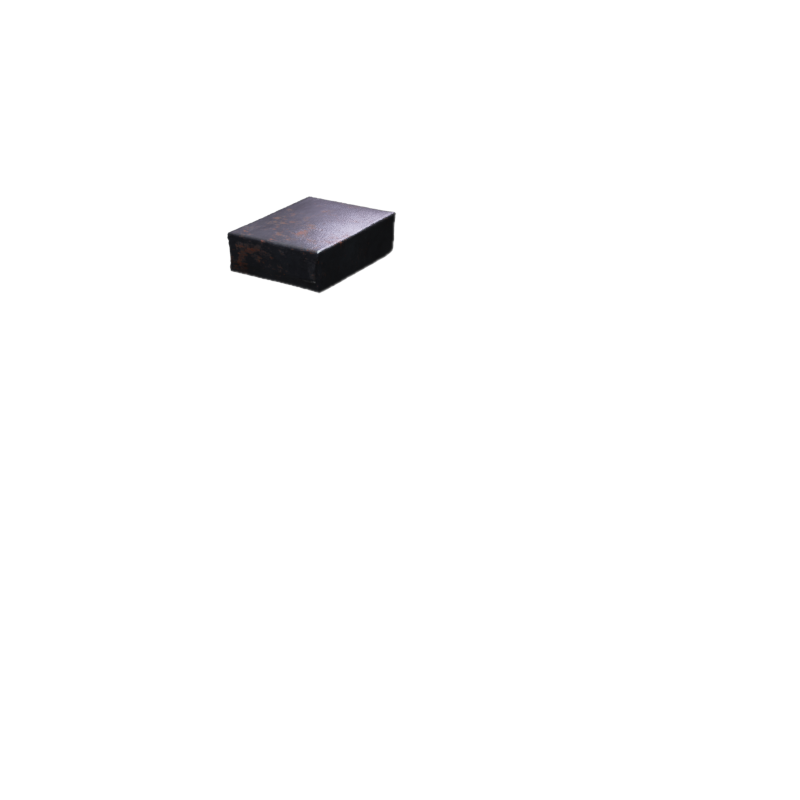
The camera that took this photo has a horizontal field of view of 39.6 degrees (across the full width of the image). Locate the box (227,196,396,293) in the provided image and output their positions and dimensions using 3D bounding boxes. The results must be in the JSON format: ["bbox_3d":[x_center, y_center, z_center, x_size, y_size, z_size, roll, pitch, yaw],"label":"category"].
[{"bbox_3d":[-0.070,-0.127,0.893,0.094,0.037,0.113,16,29,30],"label":"box"}]
